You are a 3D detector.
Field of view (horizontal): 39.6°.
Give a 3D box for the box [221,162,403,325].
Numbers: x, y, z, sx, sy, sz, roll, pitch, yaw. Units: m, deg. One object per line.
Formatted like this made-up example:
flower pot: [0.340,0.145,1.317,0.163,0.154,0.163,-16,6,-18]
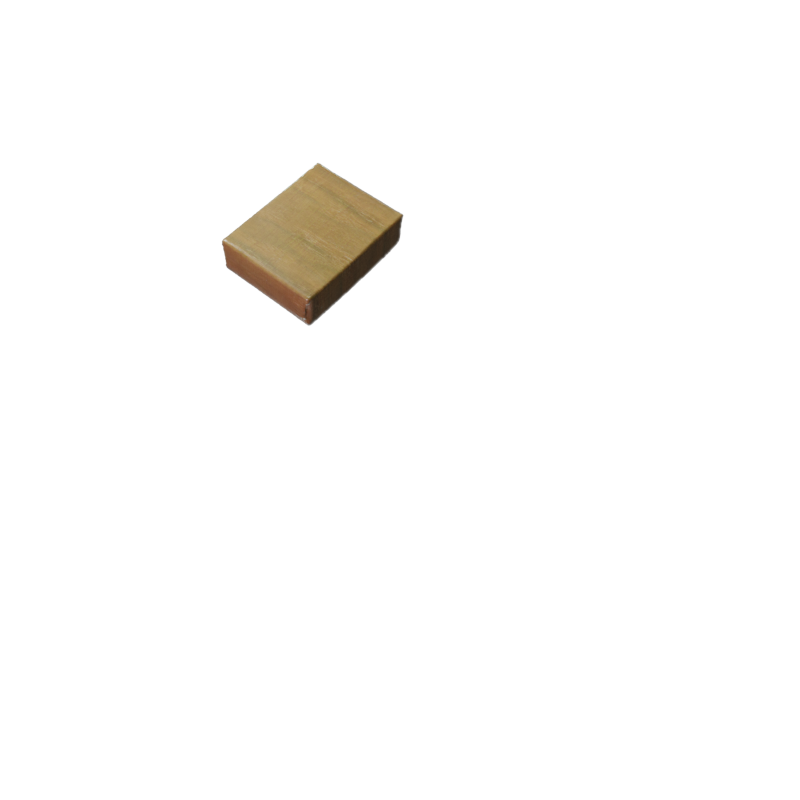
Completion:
box: [-0.067,-0.122,0.855,0.095,0.036,0.115,34,59,23]
